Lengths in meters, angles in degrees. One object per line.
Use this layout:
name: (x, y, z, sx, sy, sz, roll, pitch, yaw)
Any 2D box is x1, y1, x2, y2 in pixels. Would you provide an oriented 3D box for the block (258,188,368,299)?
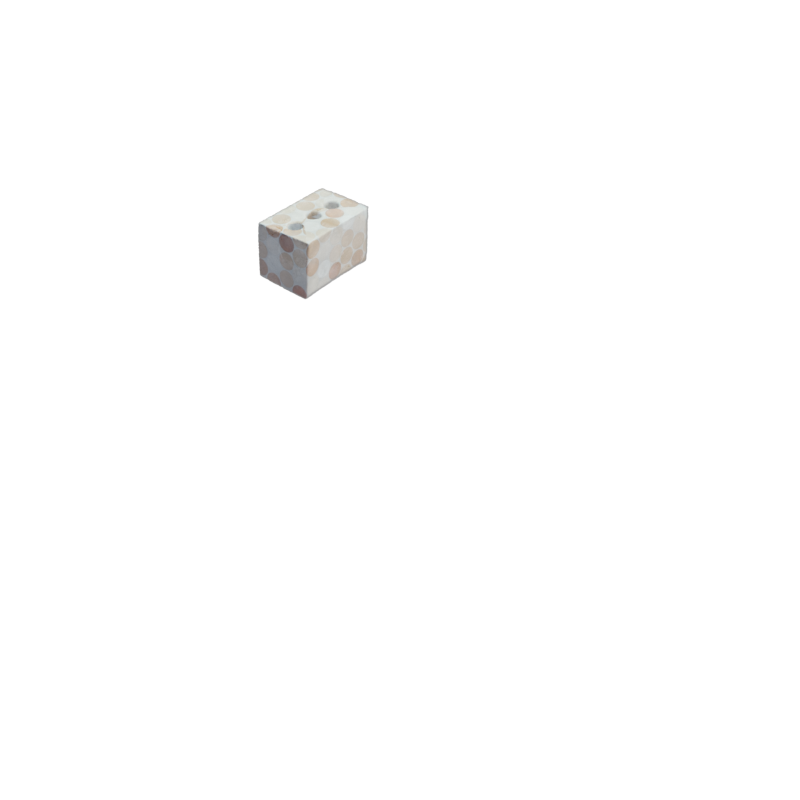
block: (-0.070, -0.127, 0.888, 0.056, 0.048, 0.079, 25, 43, 29)
